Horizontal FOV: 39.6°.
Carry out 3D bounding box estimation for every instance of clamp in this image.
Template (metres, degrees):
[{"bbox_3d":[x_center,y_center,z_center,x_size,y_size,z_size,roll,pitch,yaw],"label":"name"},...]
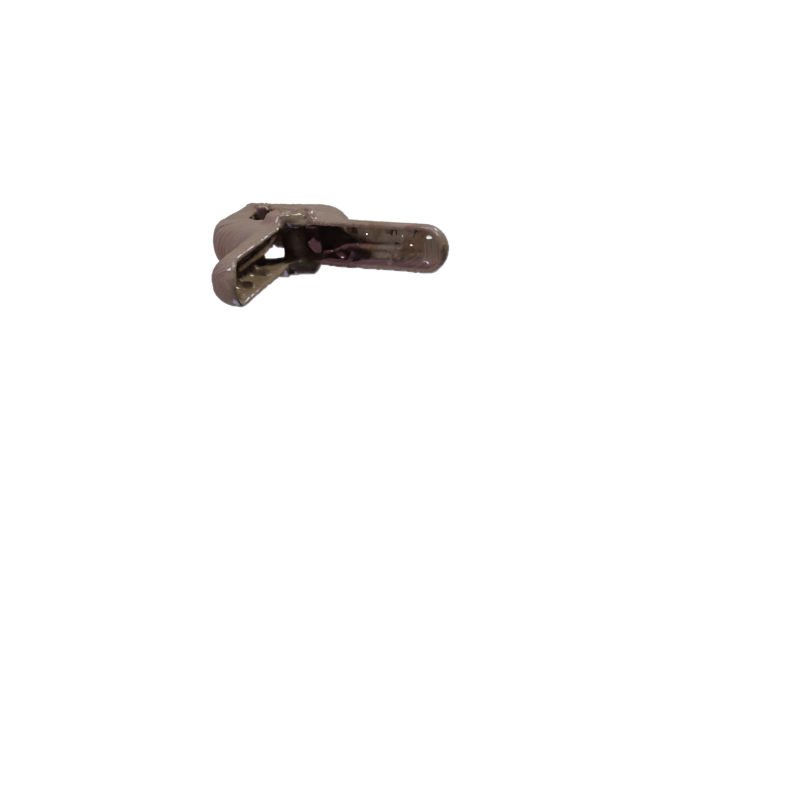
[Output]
[{"bbox_3d":[-0.048,-0.087,0.608,0.119,0.038,0.180,-4,20,-11],"label":"clamp"}]
